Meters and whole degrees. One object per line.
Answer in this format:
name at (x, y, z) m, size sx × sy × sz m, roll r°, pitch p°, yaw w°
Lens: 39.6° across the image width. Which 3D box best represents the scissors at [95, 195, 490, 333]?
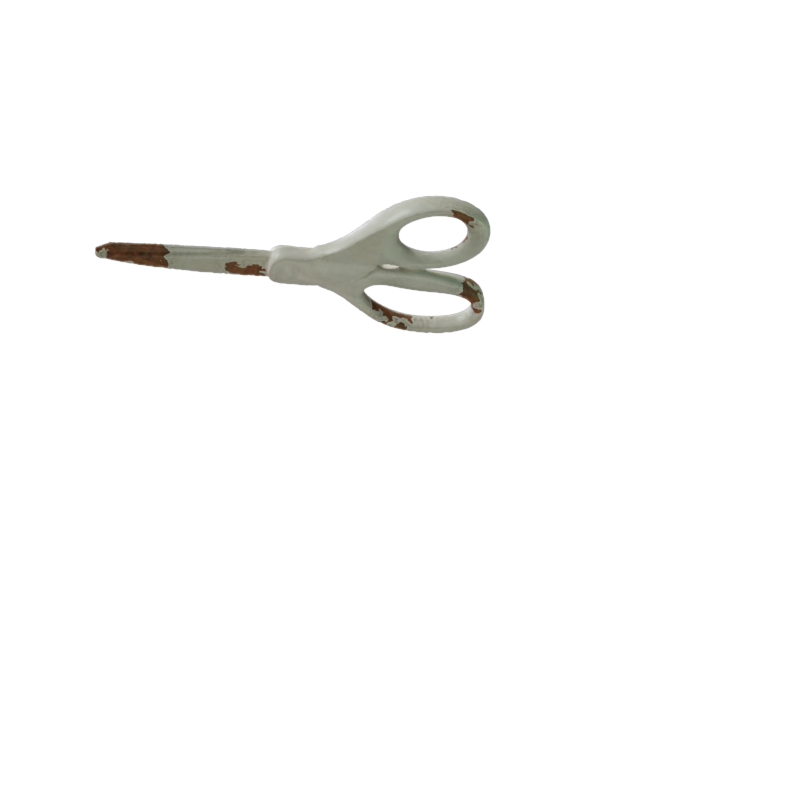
scissors at (-0.043, -0.079, 0.555) m, size 0.196 × 0.017 × 0.092 m, roll 15°, pitch -46°, yaw -15°
